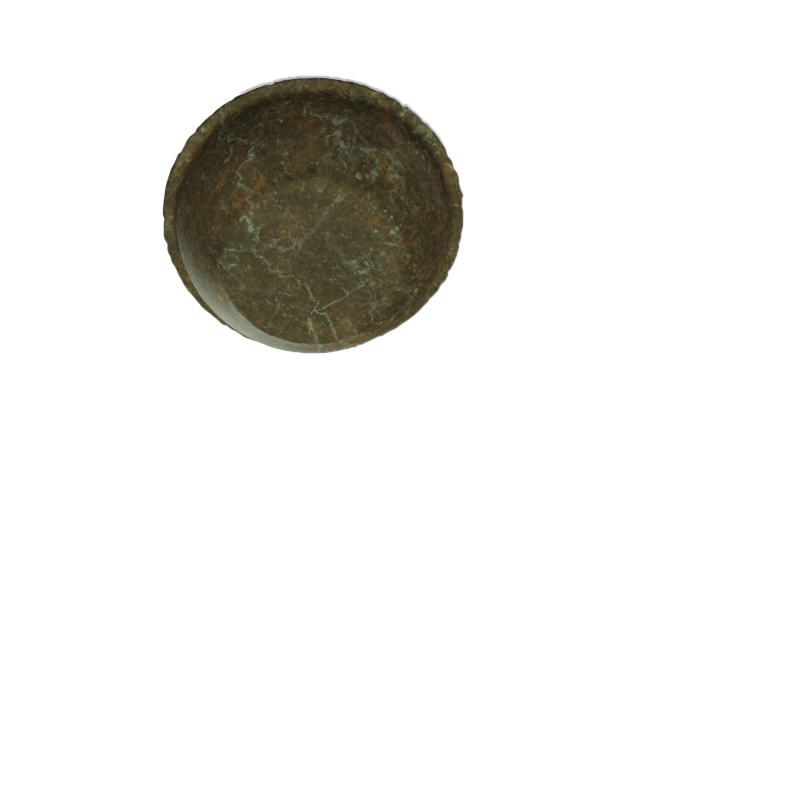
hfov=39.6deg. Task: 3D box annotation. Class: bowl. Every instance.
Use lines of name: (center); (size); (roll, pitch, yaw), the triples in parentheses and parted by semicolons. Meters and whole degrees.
bowl: (-0.045, -0.082, 0.573); (0.162, 0.153, 0.058); (1, 27, -1)
